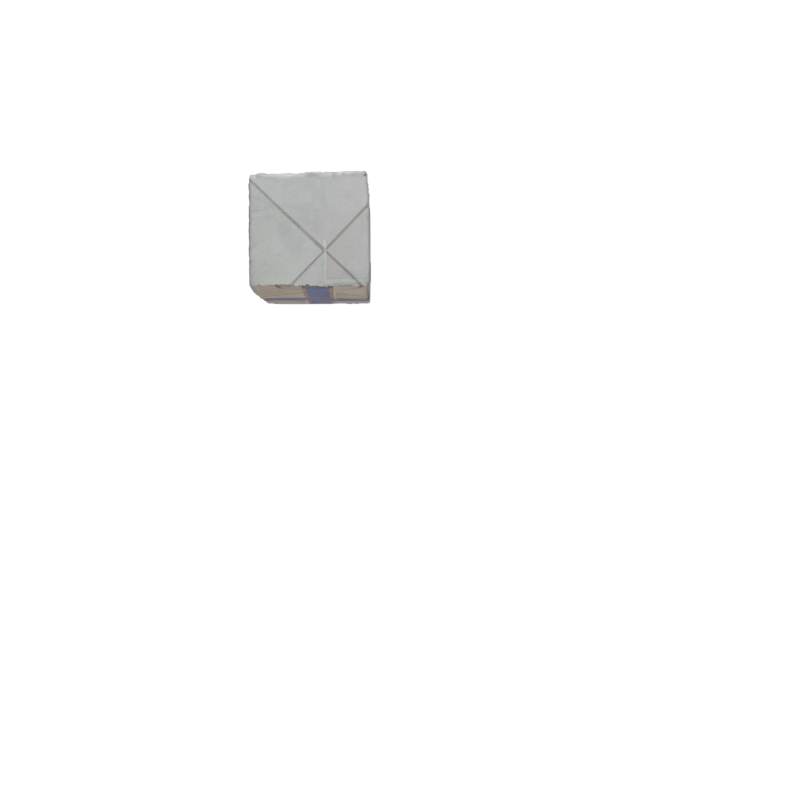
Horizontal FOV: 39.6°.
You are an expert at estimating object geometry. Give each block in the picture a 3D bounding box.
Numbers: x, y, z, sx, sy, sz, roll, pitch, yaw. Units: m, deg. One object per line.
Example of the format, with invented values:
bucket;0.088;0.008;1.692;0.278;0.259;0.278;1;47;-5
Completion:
block;-0.040;-0.073;0.511;0.053;0.052;0.077;0;-3;0
